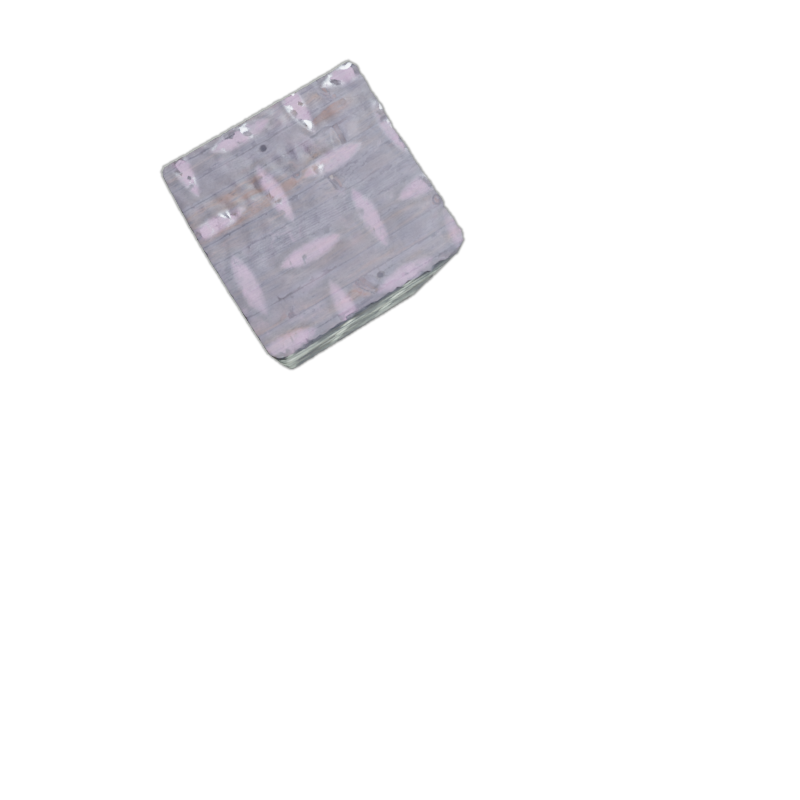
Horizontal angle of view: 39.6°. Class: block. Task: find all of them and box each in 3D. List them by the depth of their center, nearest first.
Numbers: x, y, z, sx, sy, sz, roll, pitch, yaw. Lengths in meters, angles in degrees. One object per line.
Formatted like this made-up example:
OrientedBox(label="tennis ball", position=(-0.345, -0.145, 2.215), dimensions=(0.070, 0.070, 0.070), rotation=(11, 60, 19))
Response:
OrientedBox(label="block", position=(-0.041, -0.075, 0.530), dimensions=(0.091, 0.091, 0.204), rotation=(-32, 1, -4))
